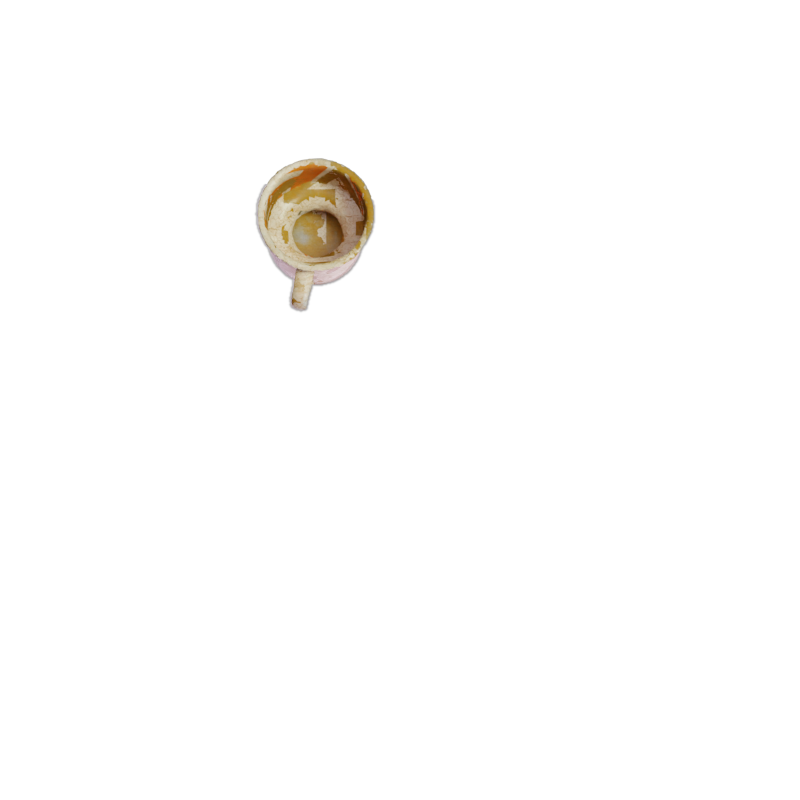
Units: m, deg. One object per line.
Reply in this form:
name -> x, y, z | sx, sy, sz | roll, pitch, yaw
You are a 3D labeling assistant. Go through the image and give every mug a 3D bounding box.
mug -> -0.071, -0.130, 0.908 | 0.093, 0.121, 0.079 | 8, -13, 0
